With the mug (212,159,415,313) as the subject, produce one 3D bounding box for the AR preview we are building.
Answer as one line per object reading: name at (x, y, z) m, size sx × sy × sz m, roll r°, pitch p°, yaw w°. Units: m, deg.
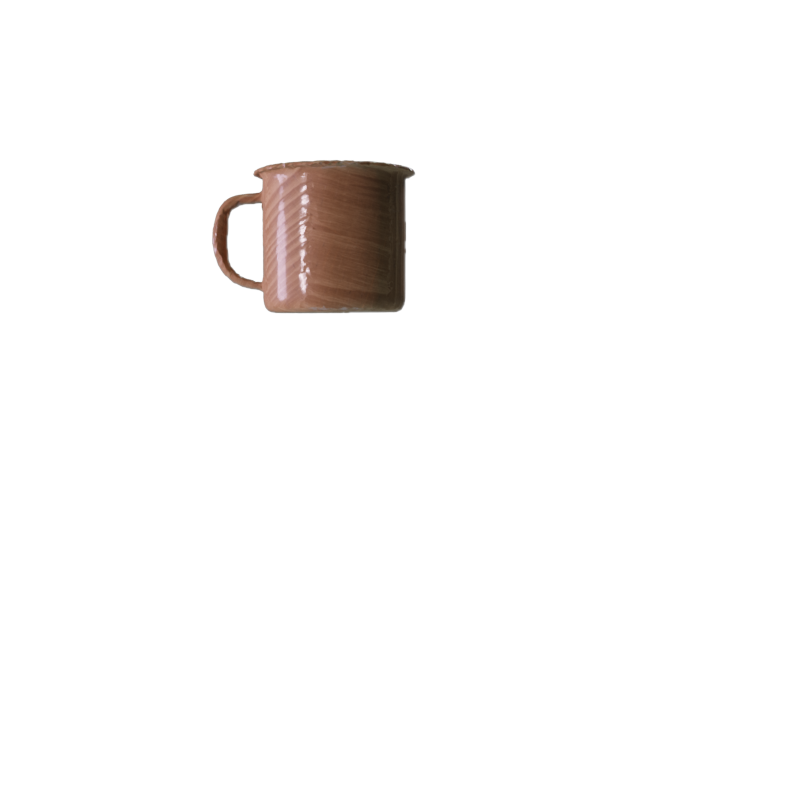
mug at (-0.050, -0.091, 0.636) m, size 0.117 × 0.082 × 0.093 m, roll 0°, pitch 1°, yaw 1°
